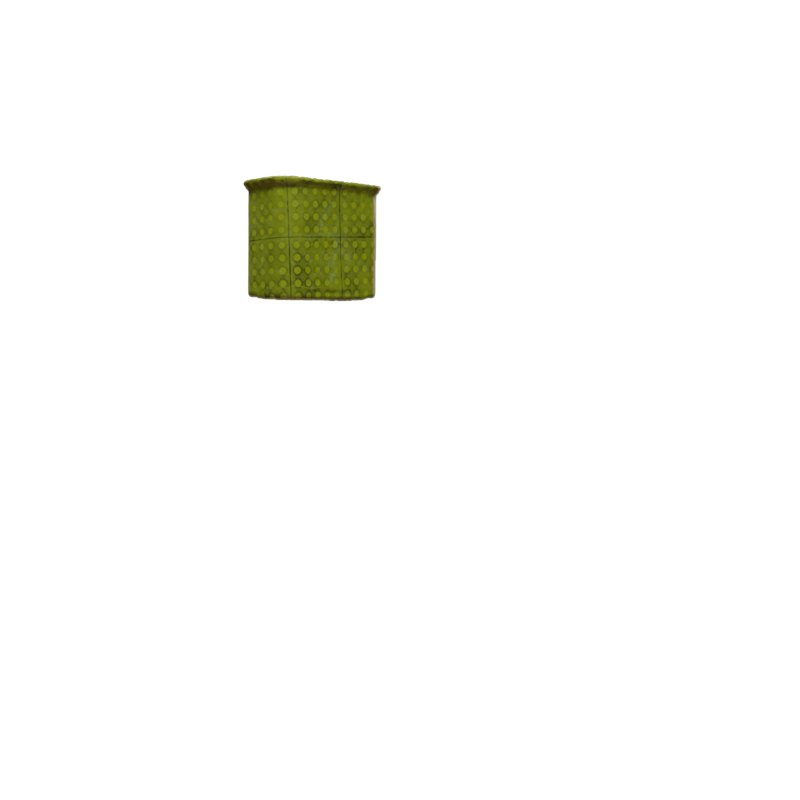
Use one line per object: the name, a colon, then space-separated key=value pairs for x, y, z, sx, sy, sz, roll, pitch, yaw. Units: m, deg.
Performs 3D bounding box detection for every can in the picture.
can: x=-0.062 y=-0.114 z=0.797 sx=0.098 sy=0.084 sz=0.059 roll=-1 pitch=-1 yaw=-43
